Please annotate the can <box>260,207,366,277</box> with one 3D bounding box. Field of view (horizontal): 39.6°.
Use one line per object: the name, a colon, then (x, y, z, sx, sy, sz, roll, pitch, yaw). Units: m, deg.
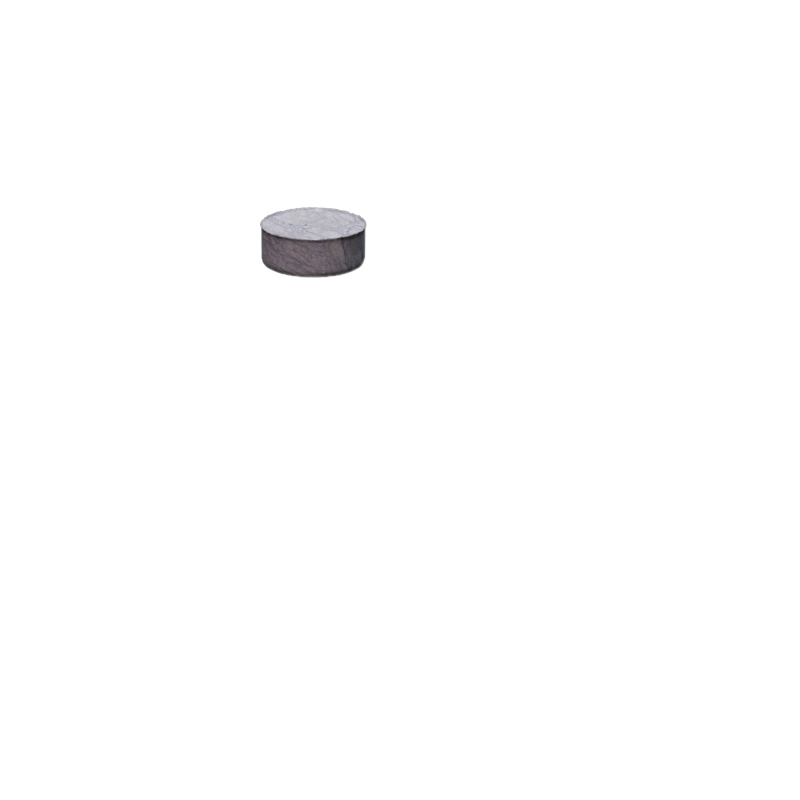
can: (-0.070, -0.128, 0.898, 0.086, 0.032, 0.090, -1, 24, -2)
